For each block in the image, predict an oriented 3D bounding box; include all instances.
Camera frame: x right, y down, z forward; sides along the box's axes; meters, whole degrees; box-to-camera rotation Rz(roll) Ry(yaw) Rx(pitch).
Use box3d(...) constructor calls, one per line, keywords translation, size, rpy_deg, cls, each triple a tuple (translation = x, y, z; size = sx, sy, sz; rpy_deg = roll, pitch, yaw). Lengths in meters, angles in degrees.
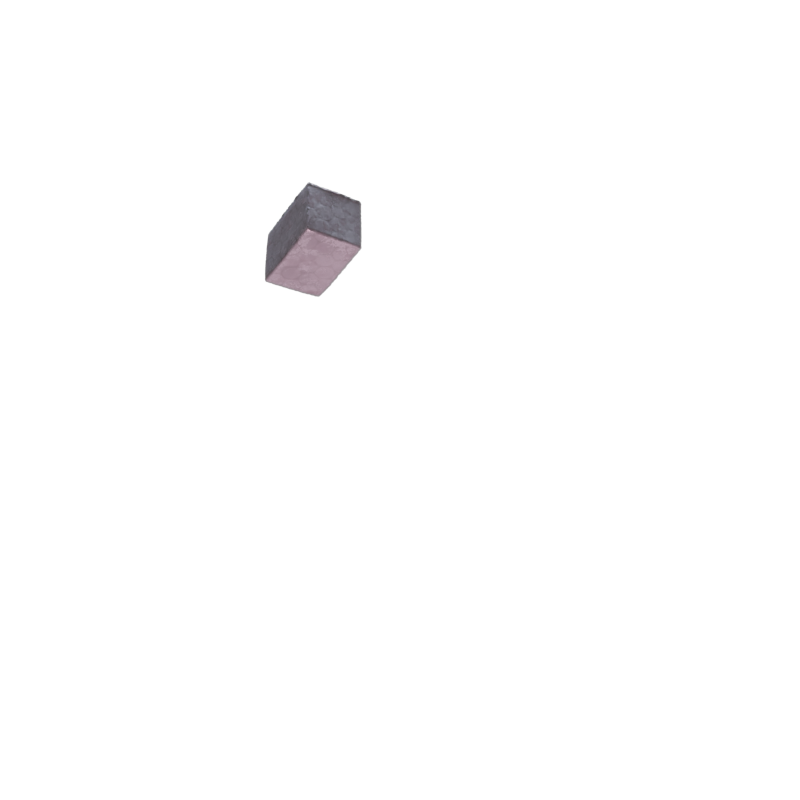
box3d(translation=(-0.072, -0.132, 0.926), size=(0.050, 0.055, 0.076), rpy_deg=(19, -40, -26), cls="block")
